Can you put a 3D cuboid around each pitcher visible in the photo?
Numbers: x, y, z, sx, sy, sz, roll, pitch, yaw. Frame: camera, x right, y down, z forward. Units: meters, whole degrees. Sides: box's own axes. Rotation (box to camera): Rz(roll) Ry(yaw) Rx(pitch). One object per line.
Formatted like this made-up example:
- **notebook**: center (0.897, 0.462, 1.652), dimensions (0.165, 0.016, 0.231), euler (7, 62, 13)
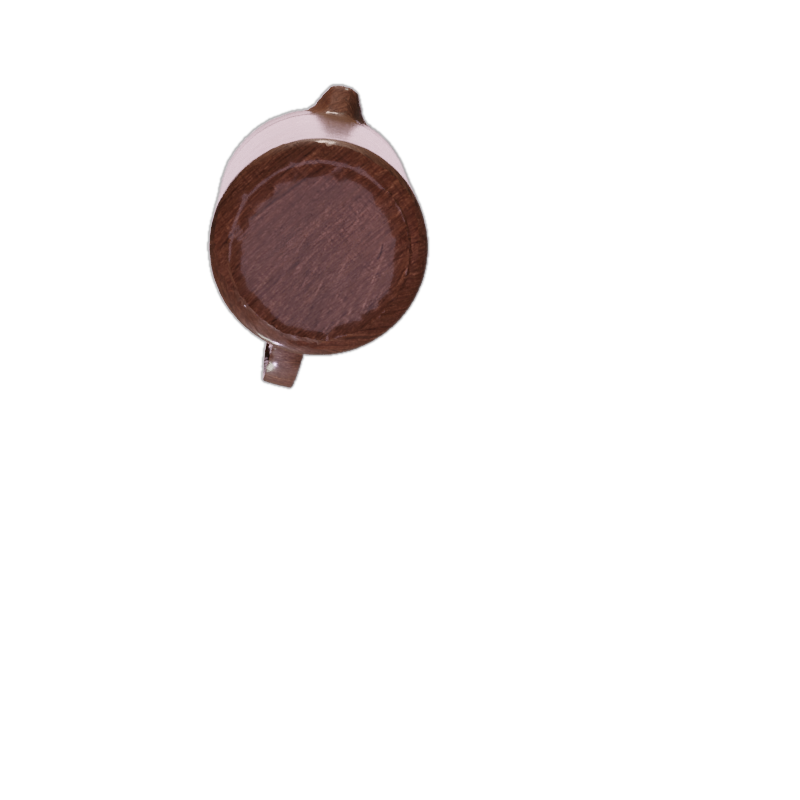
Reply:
- **pitcher**: center (-0.051, -0.093, 0.652), dimensions (0.145, 0.145, 0.250), euler (-29, 13, 4)
